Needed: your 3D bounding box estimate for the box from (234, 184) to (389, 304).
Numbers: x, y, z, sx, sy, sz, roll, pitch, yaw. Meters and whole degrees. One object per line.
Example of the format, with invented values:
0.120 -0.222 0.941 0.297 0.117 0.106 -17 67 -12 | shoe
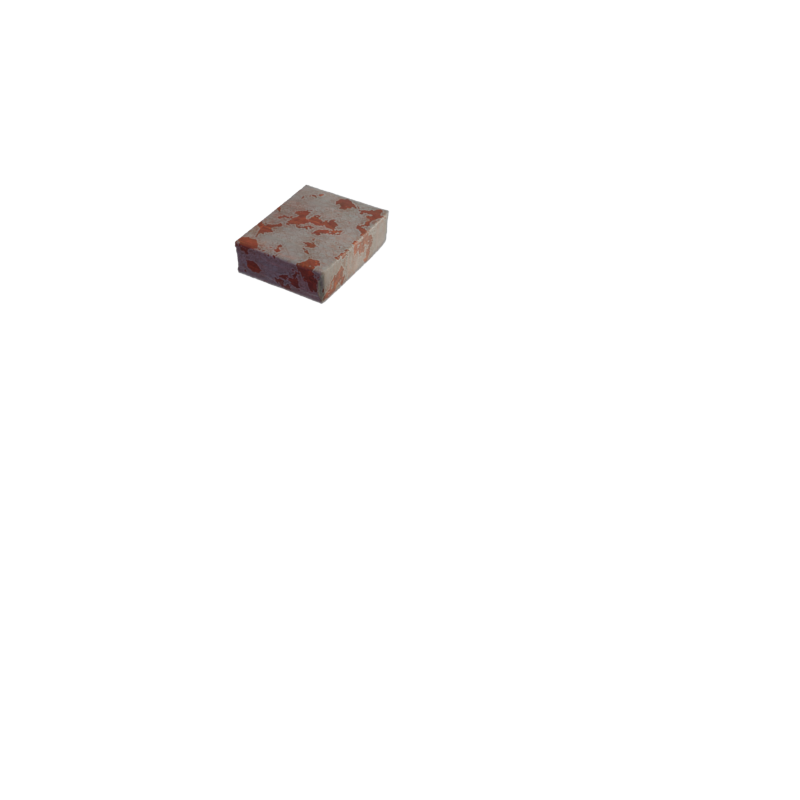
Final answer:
-0.076 -0.138 0.967 0.094 0.036 0.116 21 42 24 | box
